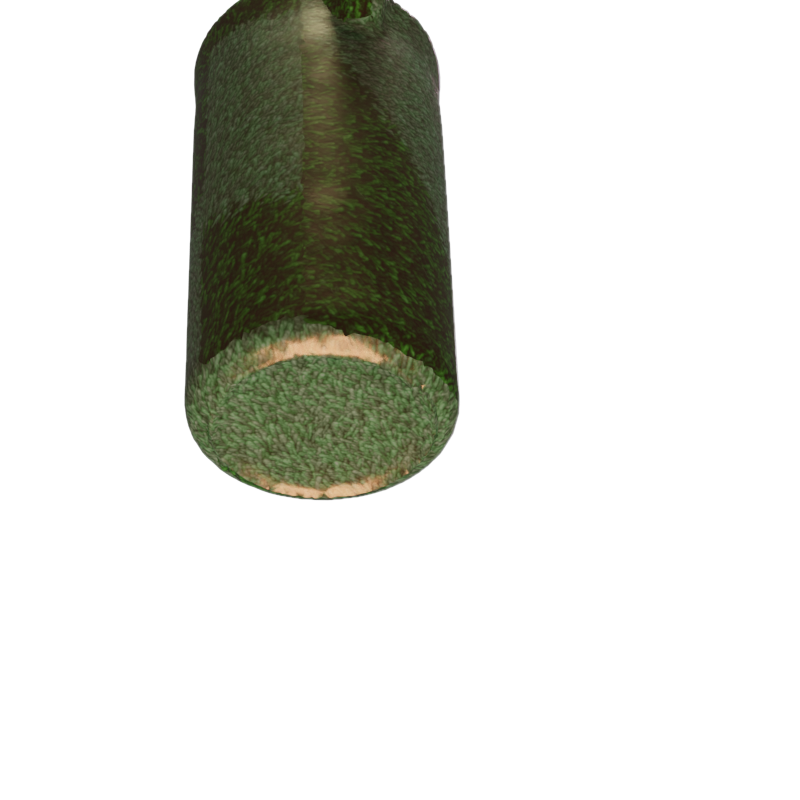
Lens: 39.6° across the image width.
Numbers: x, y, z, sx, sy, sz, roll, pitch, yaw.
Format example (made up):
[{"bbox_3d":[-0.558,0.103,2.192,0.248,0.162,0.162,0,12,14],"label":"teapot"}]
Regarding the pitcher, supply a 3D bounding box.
[{"bbox_3d":[-0.041,-0.075,0.523,0.146,0.261,0.138,-19,-46,15],"label":"pitcher"}]
